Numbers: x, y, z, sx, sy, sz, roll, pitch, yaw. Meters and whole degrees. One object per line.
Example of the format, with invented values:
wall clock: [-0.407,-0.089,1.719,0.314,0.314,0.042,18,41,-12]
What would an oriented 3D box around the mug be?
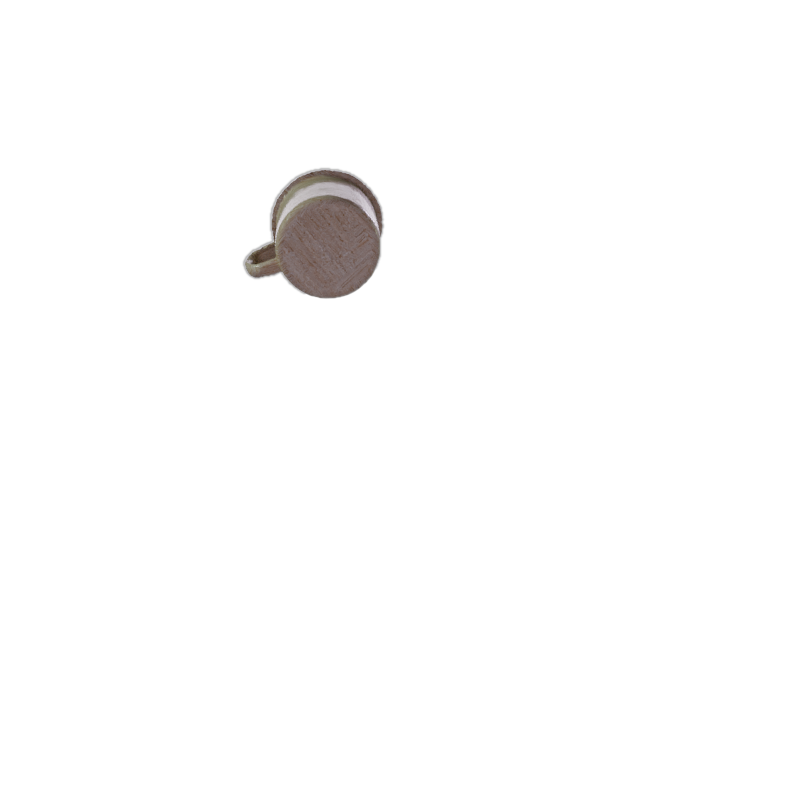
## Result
mug: [-0.069,-0.126,0.881,0.117,0.089,0.085,-19,18,5]
